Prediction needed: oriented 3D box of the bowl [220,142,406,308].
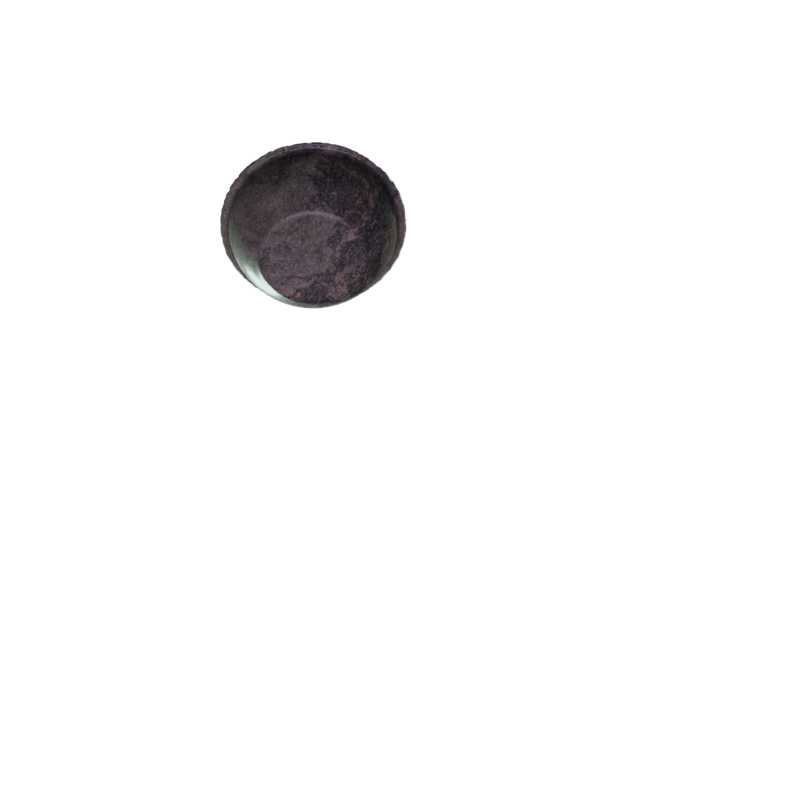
[{"bbox_3d":[-0.073,-0.134,0.939,0.162,0.152,0.059,1,33,-1],"label":"bowl"}]
